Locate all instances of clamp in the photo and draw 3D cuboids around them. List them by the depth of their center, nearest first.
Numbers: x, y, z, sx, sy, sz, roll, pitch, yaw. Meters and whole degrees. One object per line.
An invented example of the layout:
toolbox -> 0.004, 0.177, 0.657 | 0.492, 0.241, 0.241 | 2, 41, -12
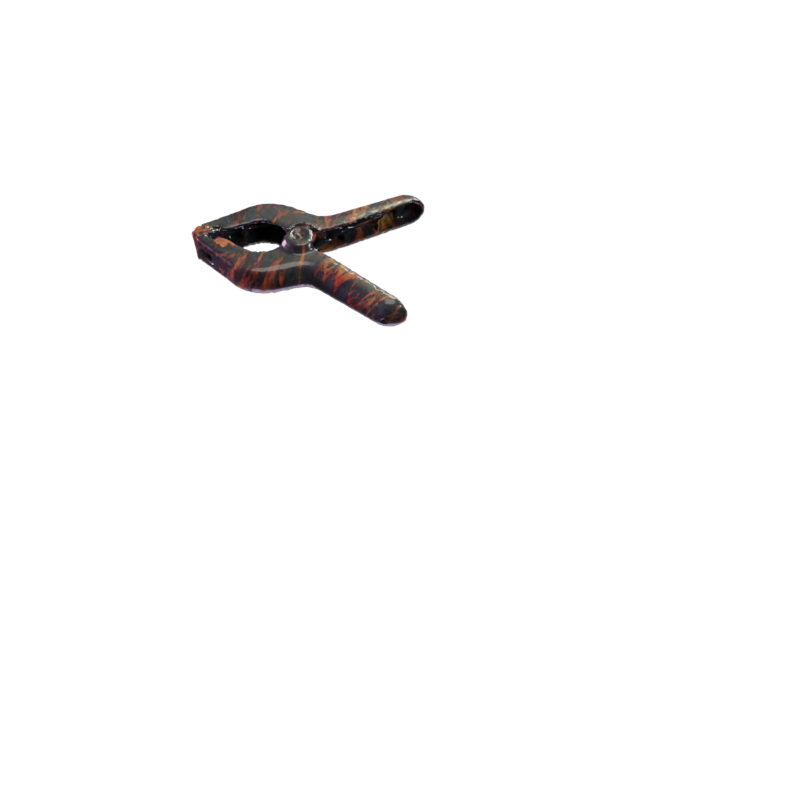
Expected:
clamp -> -0.064, -0.117, 0.817 | 0.176, 0.036, 0.126 | 13, 46, 13
